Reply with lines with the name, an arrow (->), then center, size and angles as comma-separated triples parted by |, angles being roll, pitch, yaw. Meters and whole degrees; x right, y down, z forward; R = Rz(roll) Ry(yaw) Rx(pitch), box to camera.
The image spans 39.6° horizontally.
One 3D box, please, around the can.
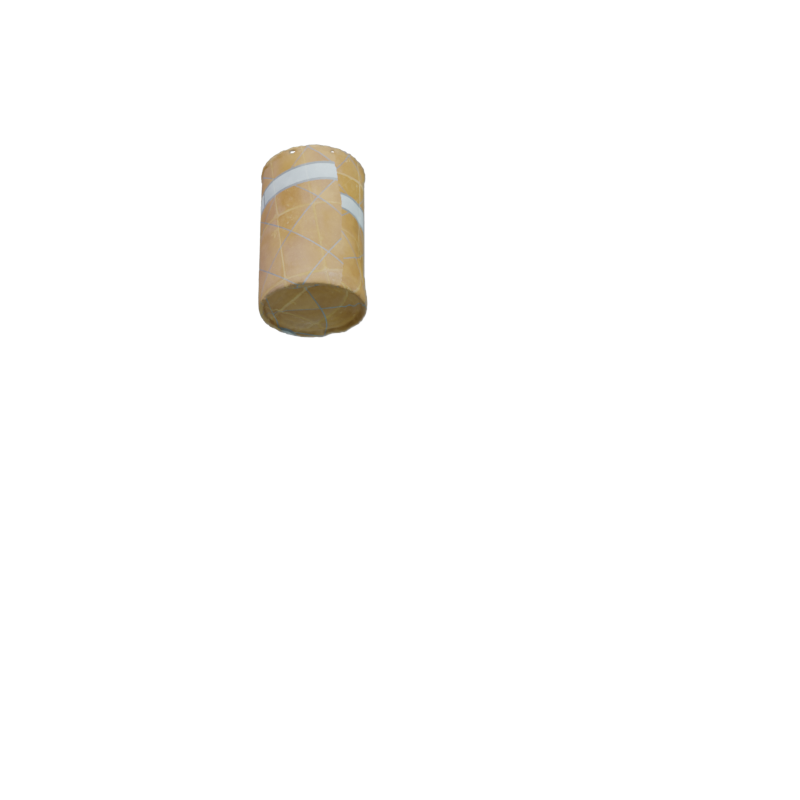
can -> -0.054, -0.099, 0.693 | 0.068, 0.109, 0.064 | -1, -31, -2
